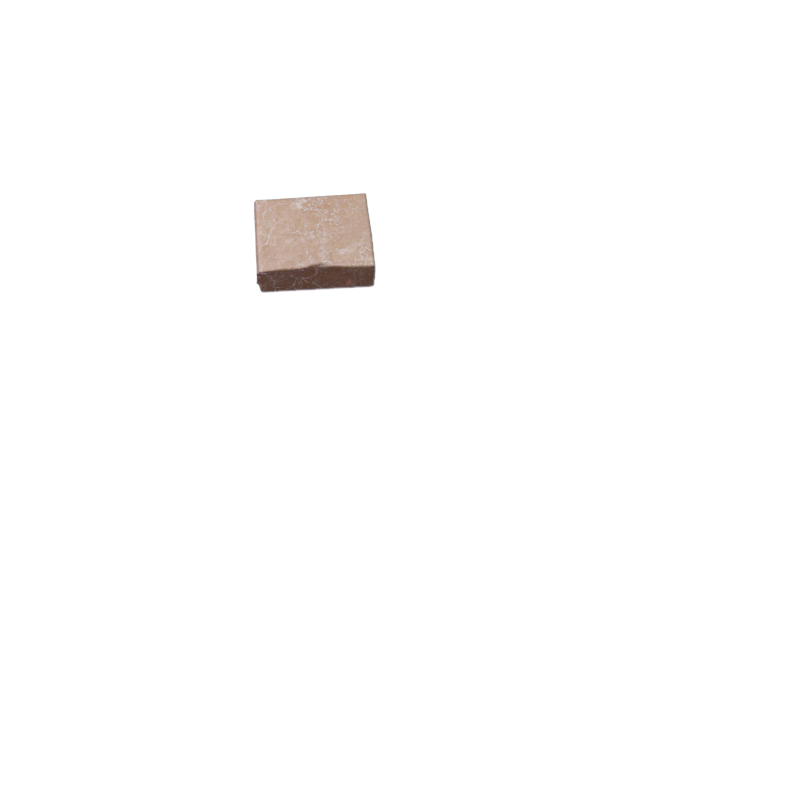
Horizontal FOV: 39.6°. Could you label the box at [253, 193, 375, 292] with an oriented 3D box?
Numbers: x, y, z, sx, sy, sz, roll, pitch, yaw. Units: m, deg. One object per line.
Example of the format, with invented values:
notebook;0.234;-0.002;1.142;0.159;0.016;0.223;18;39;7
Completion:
box;-0.066;-0.121;0.846;0.089;0.079;0.028;-4;-37;-3
